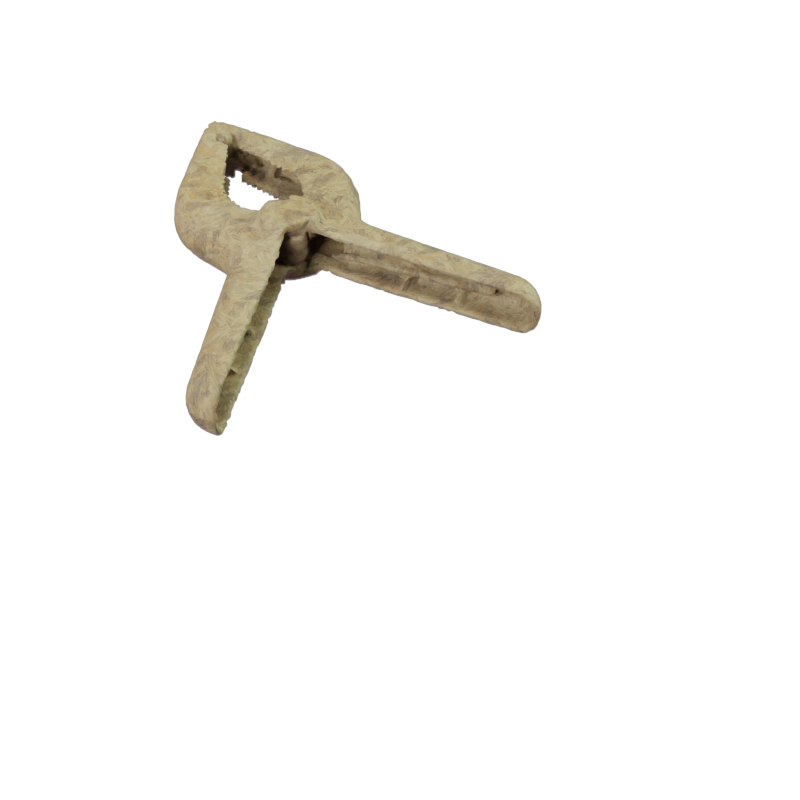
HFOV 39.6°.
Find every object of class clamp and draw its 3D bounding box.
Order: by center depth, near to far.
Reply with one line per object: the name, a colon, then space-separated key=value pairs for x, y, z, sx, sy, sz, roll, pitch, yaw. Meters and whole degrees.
clamp: x=-0.042 y=-0.077 z=0.539 sx=0.162 sy=0.034 sz=0.227 roll=-13 pitch=43 yaw=-14
